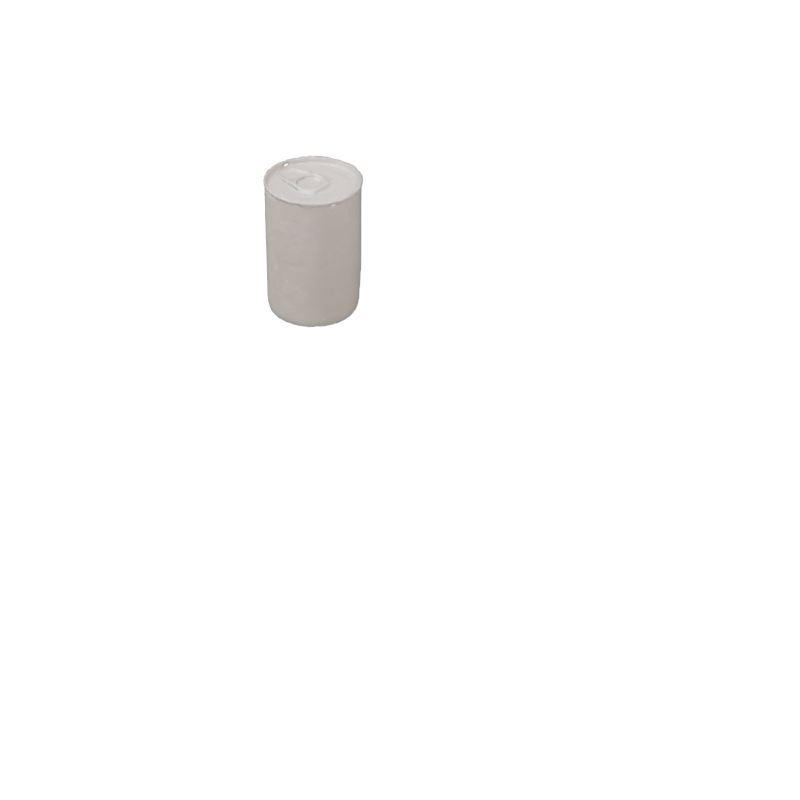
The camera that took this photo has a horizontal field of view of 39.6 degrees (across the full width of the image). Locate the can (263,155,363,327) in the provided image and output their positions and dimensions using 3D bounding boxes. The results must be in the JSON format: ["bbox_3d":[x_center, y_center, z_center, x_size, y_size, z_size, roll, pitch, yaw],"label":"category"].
[{"bbox_3d":[-0.061,-0.111,0.779,0.068,0.096,0.073,0,35,-3],"label":"can"}]
